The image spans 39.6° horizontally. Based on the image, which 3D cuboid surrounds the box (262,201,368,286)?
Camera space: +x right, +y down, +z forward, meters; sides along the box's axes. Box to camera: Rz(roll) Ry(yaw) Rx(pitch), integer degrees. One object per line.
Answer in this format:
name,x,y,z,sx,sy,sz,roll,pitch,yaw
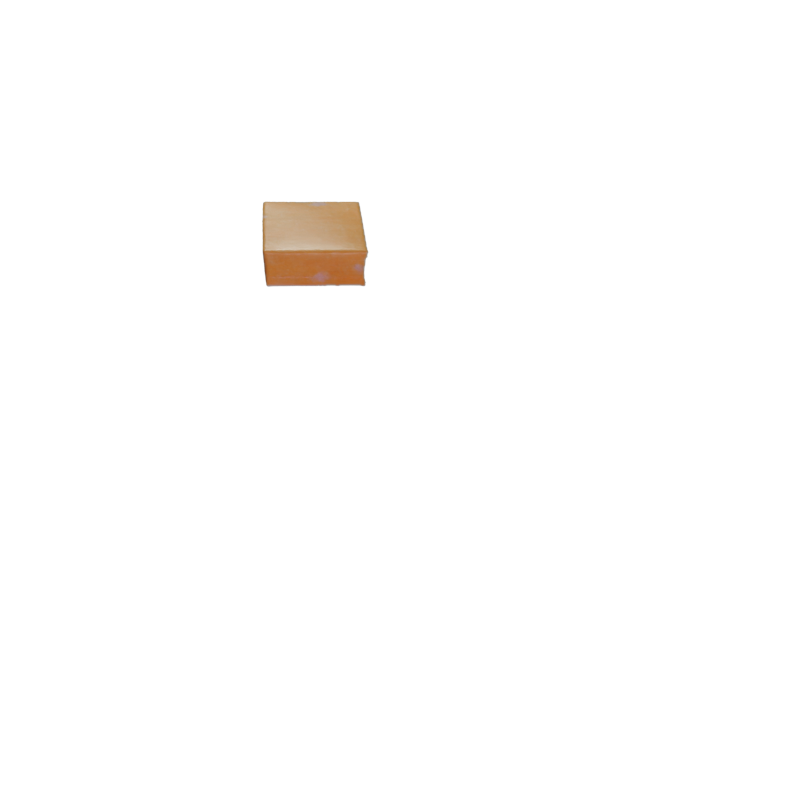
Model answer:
box,-0.077,-0.141,0.987,0.089,0.037,0.121,-2,33,-4
